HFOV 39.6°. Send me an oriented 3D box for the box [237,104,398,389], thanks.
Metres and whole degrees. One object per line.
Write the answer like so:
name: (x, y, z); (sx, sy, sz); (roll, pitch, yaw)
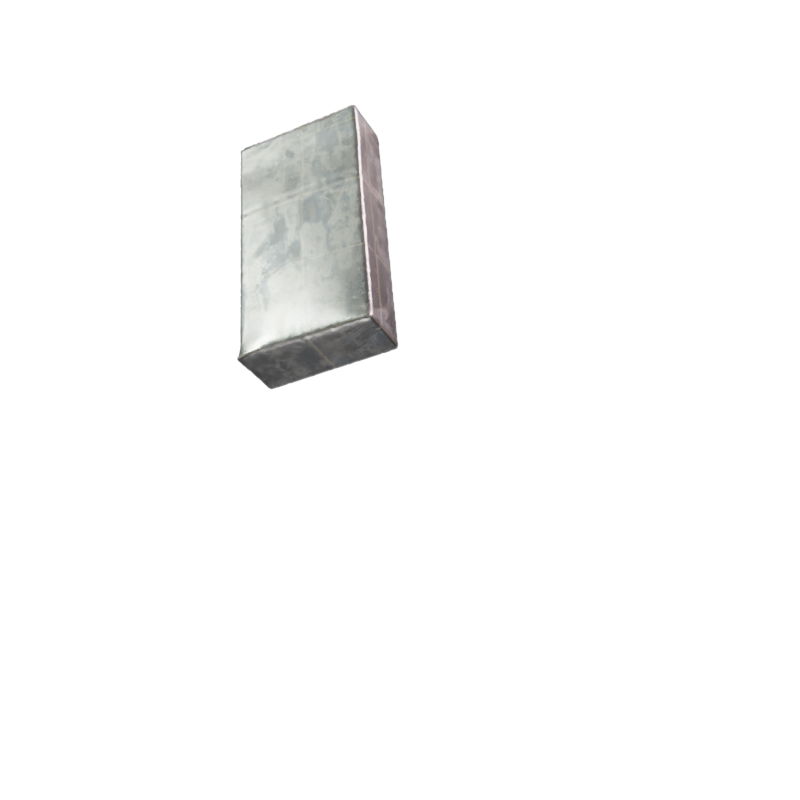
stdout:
box: (-0.056, -0.102, 0.717); (0.094, 0.189, 0.044); (-18, -40, 20)
